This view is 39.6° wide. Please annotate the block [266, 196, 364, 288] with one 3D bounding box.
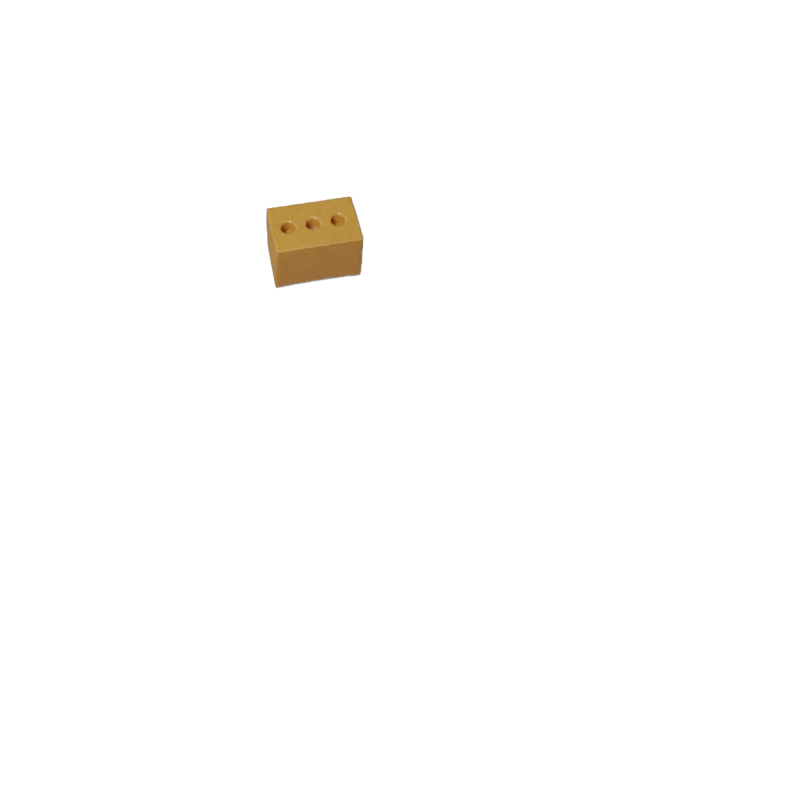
[{"bbox_3d":[-0.076,-0.138,0.970,0.077,0.057,0.048,-10,-34,-8],"label":"block"}]
